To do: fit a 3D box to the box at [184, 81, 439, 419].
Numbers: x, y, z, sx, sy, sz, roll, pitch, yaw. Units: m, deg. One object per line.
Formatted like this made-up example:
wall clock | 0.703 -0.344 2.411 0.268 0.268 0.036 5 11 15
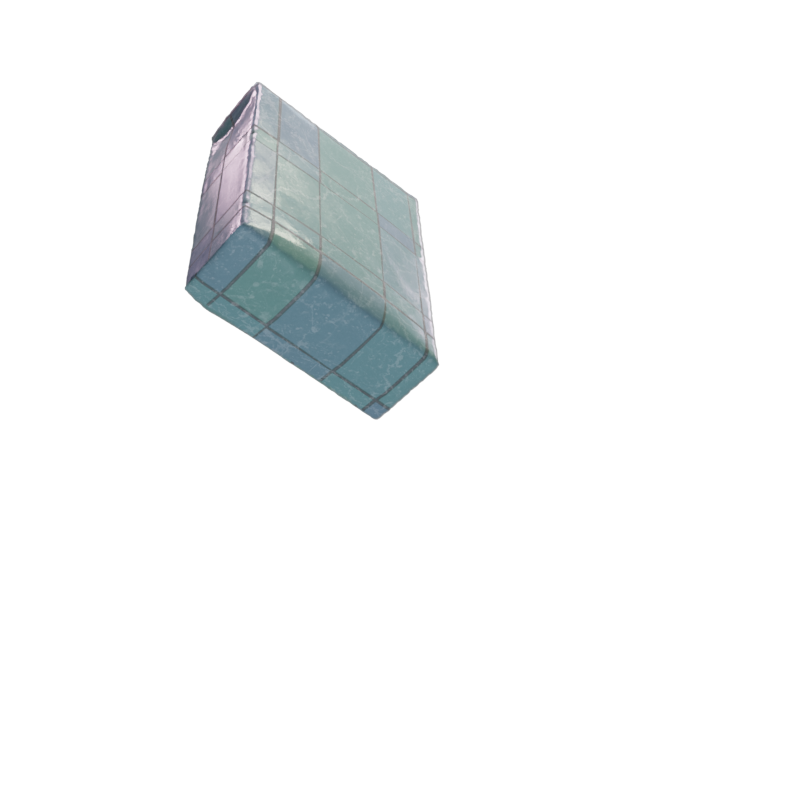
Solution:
box | -0.061 -0.111 0.780 0.156 0.071 0.229 33 28 -24
